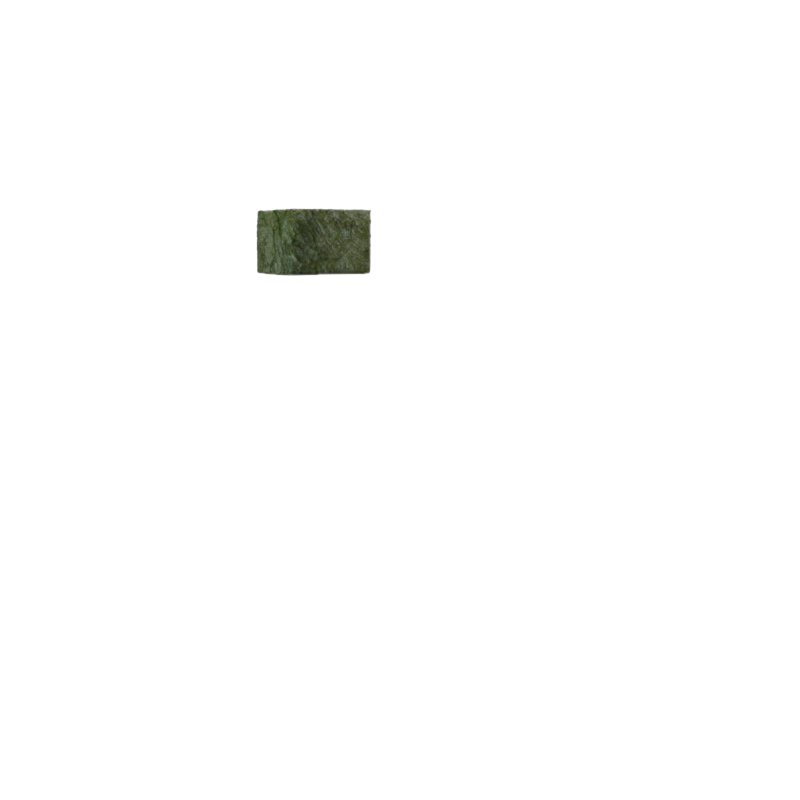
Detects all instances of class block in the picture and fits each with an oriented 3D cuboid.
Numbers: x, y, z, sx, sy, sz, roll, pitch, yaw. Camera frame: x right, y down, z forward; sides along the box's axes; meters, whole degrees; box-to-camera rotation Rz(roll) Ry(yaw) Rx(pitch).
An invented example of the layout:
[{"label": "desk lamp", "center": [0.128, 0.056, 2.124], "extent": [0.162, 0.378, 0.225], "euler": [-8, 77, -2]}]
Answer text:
[{"label": "block", "center": [-0.069, -0.126, 0.880], "extent": [0.075, 0.051, 0.055], "euler": [-5, 7, -38]}]
